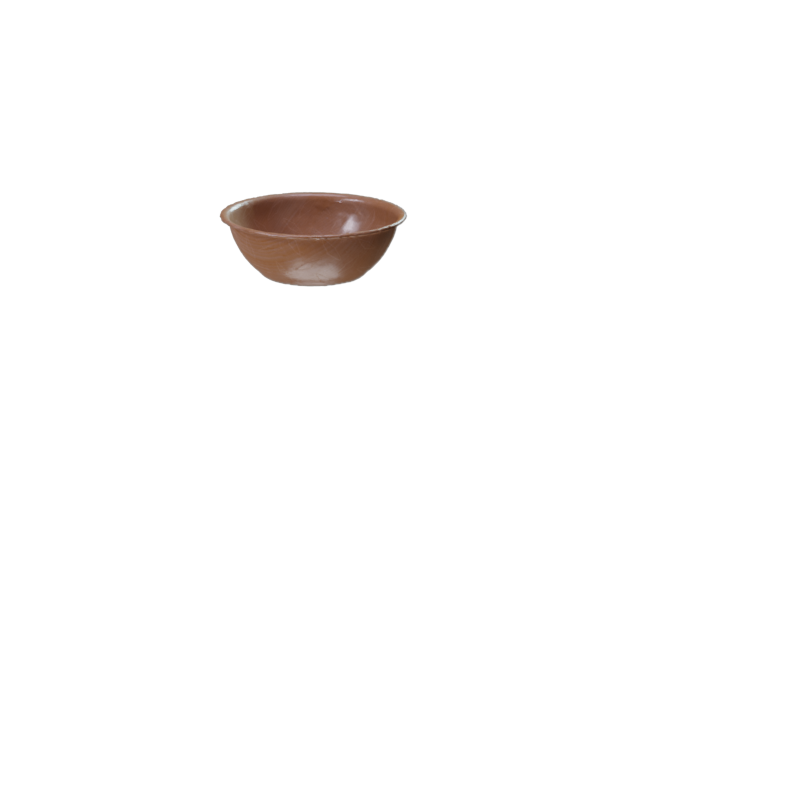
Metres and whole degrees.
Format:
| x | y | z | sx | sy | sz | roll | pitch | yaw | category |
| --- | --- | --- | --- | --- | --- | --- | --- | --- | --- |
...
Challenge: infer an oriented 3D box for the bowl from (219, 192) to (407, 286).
| x | y | z | sx | sy | sz | roll | pitch | yaw | category |
| --- | --- | --- | --- | --- | --- | --- | --- | --- | --- |
| -0.076 | -0.138 | 0.965 | 0.162 | 0.053 | 0.169 | -1 | 21 | -2 | bowl |
